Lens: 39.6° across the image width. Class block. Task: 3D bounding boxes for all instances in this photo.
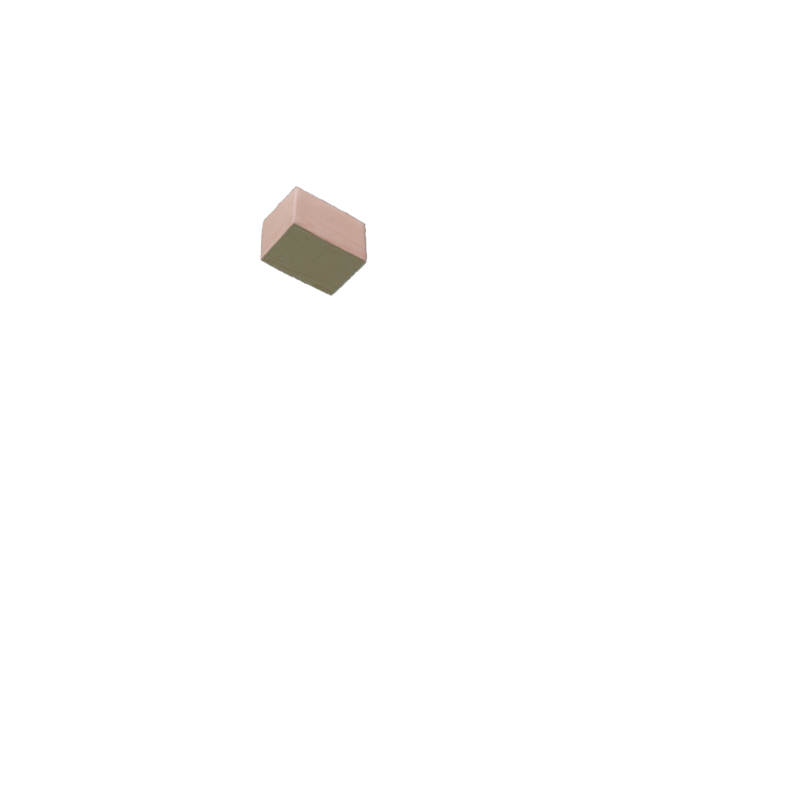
[{"bbox_3d":[-0.075,-0.136,0.953,0.074,0.055,0.052,26,-50,-27],"label":"block"}]
